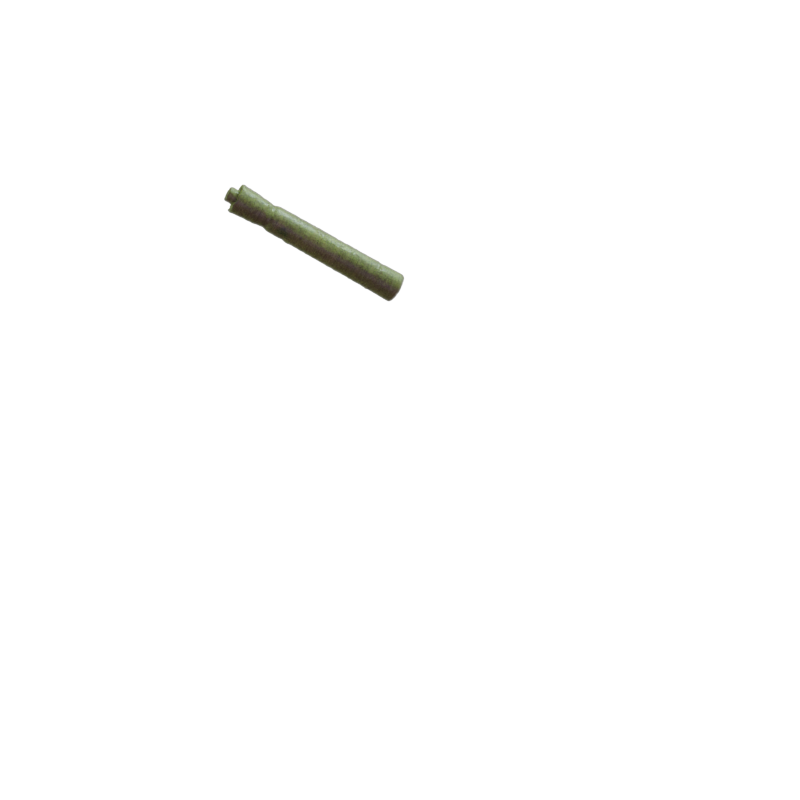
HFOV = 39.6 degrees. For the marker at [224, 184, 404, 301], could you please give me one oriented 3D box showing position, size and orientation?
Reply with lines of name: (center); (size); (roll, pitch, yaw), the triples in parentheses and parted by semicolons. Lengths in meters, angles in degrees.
marker: (-0.053, -0.097, 0.677); (0.118, 0.020, 0.020); (28, -4, -12)
